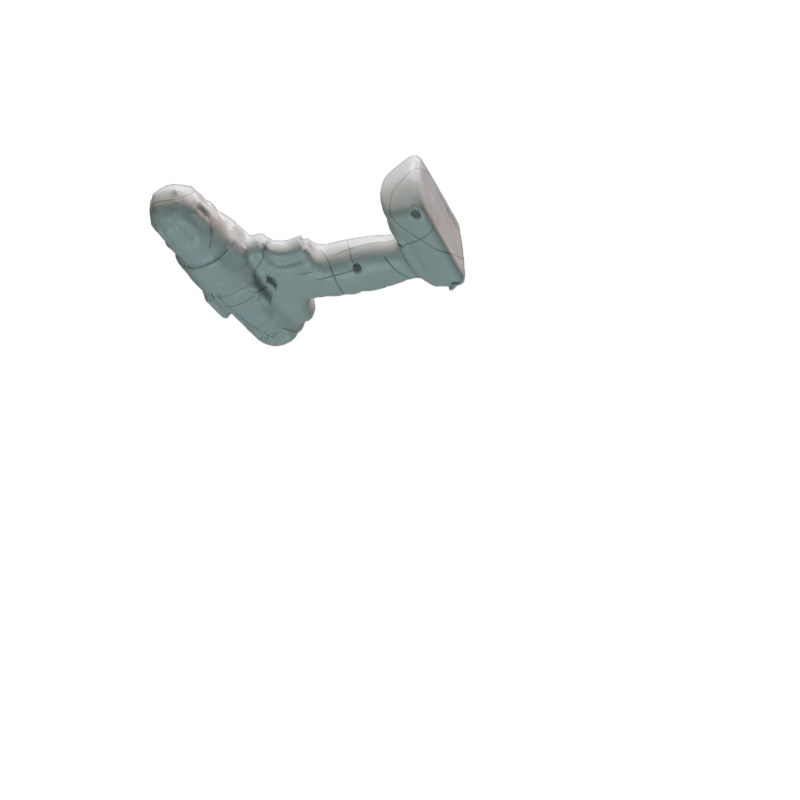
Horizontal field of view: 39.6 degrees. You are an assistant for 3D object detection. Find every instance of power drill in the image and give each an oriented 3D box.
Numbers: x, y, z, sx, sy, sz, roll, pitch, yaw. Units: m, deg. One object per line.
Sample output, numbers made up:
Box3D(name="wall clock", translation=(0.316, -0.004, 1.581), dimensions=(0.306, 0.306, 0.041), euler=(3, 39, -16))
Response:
Box3D(name="power drill", translation=(-0.061, -0.112, 0.781), dimensions=(0.190, 0.061, 0.171), euler=(-12, -30, 20))
